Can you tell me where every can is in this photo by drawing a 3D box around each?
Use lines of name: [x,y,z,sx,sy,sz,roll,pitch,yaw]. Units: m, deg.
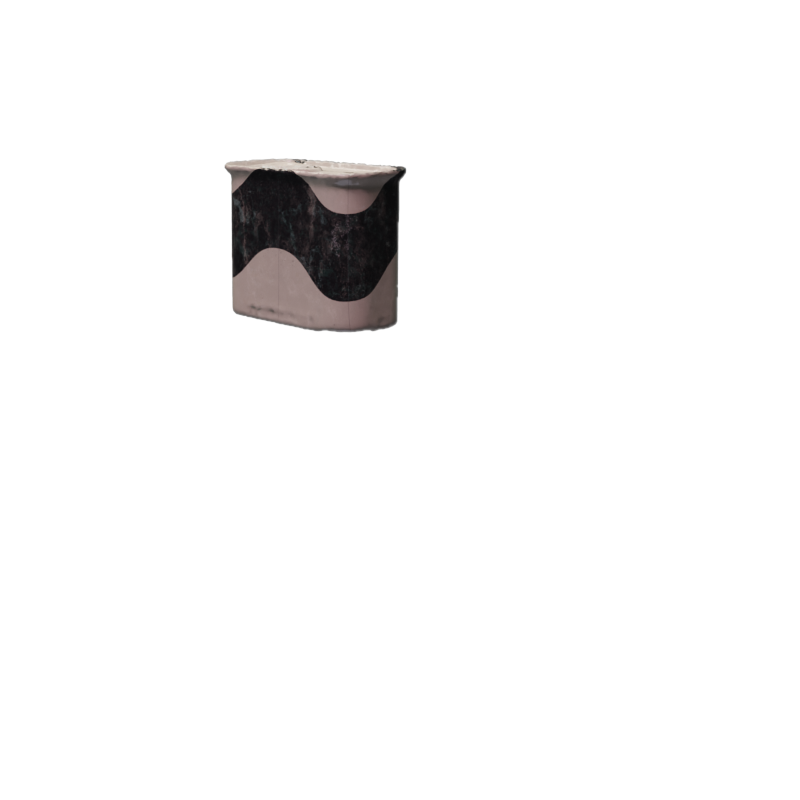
can: [-0.047,-0.086,0.600,0.107,0.082,0.056,12,16,40]
